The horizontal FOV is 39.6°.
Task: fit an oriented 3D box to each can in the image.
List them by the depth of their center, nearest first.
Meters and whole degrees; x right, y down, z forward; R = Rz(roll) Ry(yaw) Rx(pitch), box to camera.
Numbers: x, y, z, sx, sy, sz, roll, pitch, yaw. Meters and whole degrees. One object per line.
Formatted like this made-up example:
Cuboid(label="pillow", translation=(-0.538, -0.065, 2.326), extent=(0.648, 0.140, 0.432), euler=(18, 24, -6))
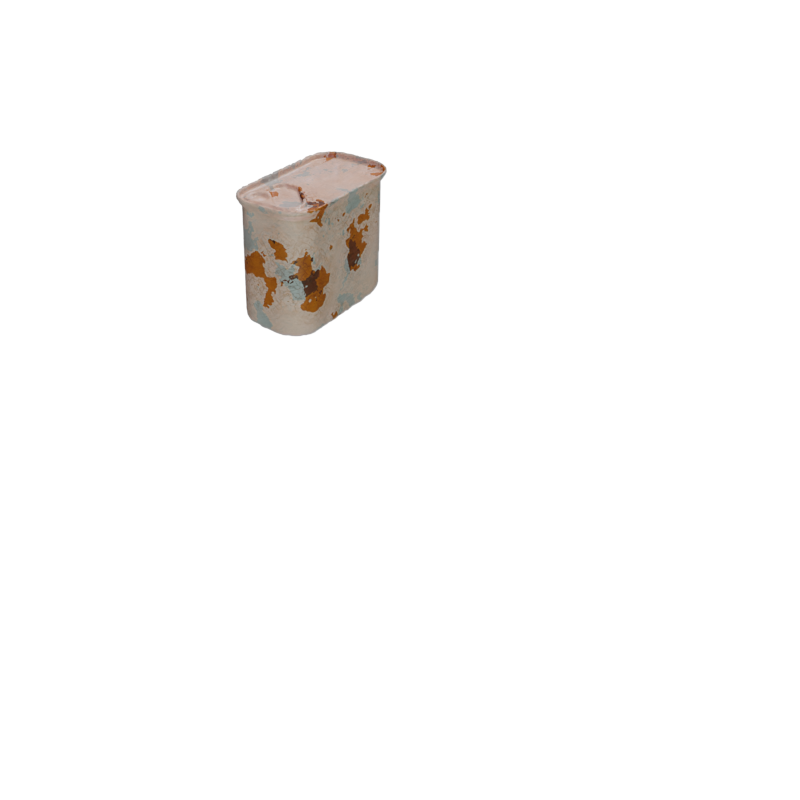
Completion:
Cuboid(label="can", translation=(-0.054, -0.099, 0.692), extent=(0.060, 0.079, 0.103), euler=(18, 34, 28))
